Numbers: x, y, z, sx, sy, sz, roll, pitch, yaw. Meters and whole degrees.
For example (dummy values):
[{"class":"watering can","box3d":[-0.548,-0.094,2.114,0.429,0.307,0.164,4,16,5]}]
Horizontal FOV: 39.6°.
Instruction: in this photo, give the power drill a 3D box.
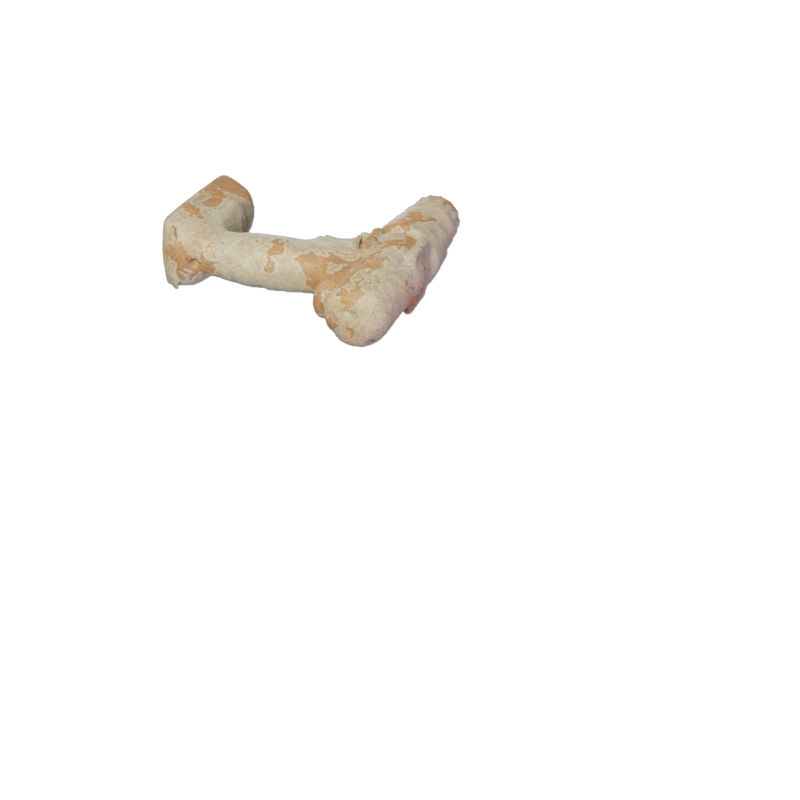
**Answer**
[{"class":"power drill","box3d":[-0.063,-0.115,0.808,0.194,0.054,0.189,12,33,19]}]
